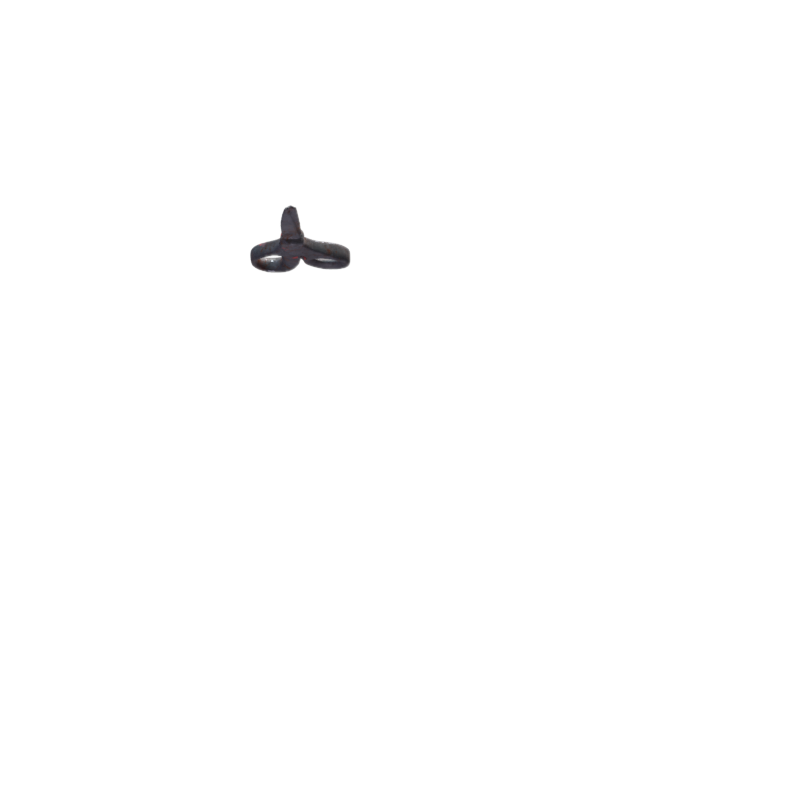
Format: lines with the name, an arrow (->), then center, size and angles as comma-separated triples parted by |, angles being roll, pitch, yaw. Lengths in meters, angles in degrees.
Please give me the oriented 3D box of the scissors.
scissors -> -0.071, -0.130, 0.909 | 0.094, 0.016, 0.202 | 2, -5, -19
